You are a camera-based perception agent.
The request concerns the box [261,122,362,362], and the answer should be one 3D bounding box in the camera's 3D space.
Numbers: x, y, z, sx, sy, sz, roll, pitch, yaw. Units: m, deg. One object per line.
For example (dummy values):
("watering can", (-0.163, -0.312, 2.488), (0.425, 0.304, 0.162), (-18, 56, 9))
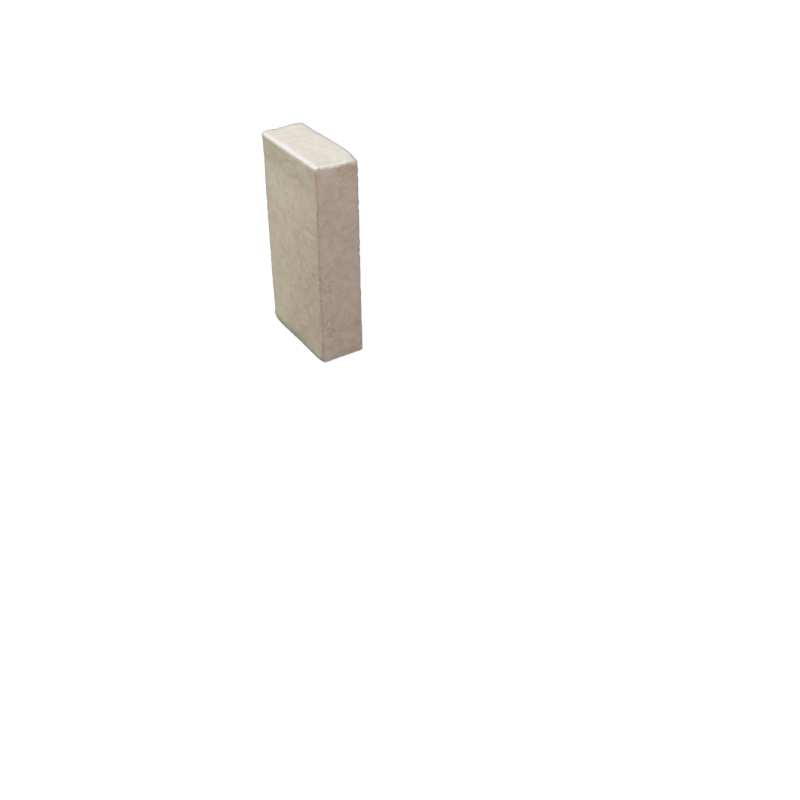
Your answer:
("box", (-0.071, -0.130, 0.913), (0.047, 0.166, 0.101), (-15, 34, -28))
